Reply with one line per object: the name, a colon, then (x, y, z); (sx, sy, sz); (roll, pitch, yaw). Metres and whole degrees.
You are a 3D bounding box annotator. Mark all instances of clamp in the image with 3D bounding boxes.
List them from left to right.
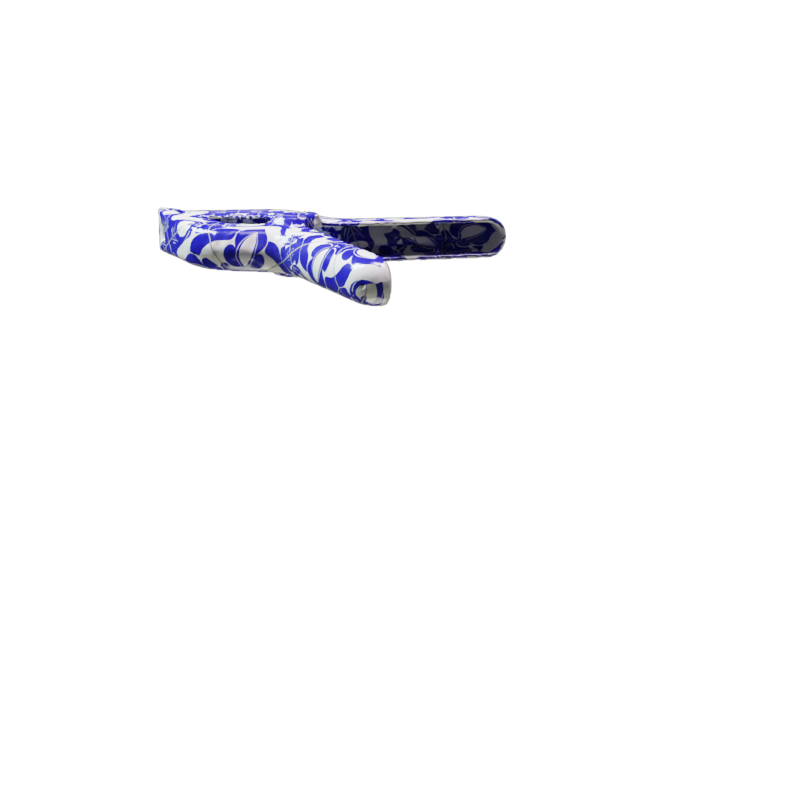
clamp: (-0.052, -0.094, 0.661); (0.220, 0.035, 0.162); (12, 20, 34)
